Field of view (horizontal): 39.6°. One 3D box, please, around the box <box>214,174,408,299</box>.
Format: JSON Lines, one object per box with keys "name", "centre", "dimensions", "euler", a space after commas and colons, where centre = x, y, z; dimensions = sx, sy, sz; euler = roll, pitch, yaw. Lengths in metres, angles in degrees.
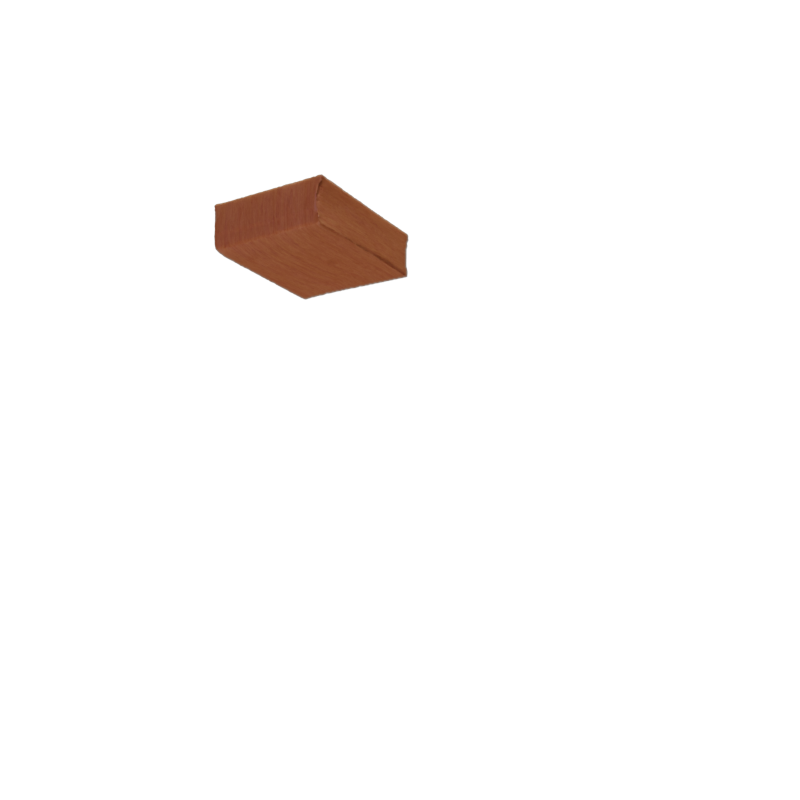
{"name": "box", "centre": [-0.060, -0.109, 0.762], "dimensions": [0.092, 0.041, 0.106], "euler": [-11, -19, 31]}
